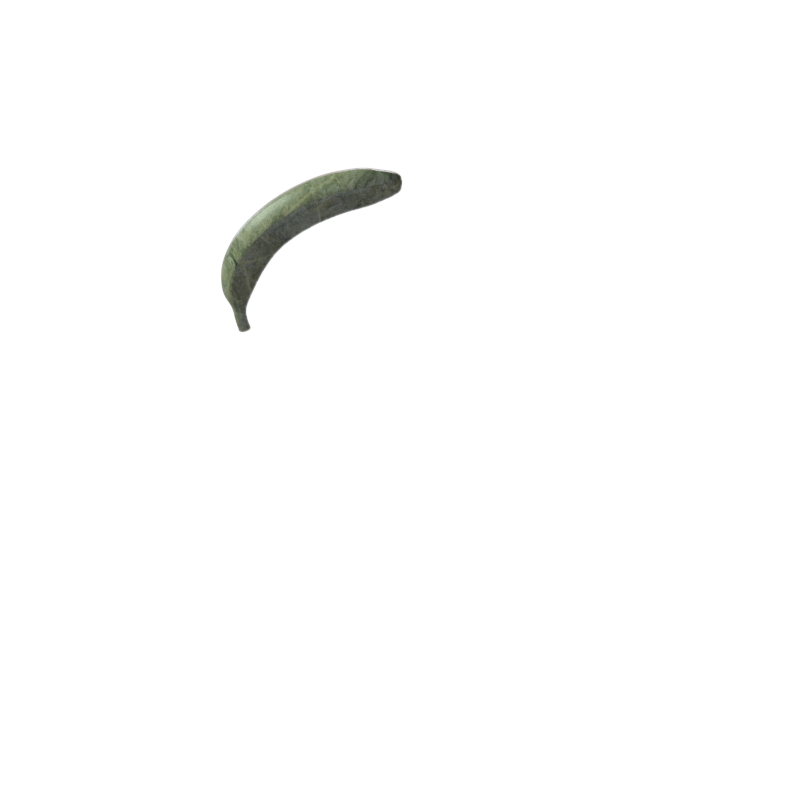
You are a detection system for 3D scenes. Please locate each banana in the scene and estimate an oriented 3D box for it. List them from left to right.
[{"bbox_3d":[-0.090,-0.144,0.943,0.196,0.066,0.039,-40,22,18],"label":"banana"}]
